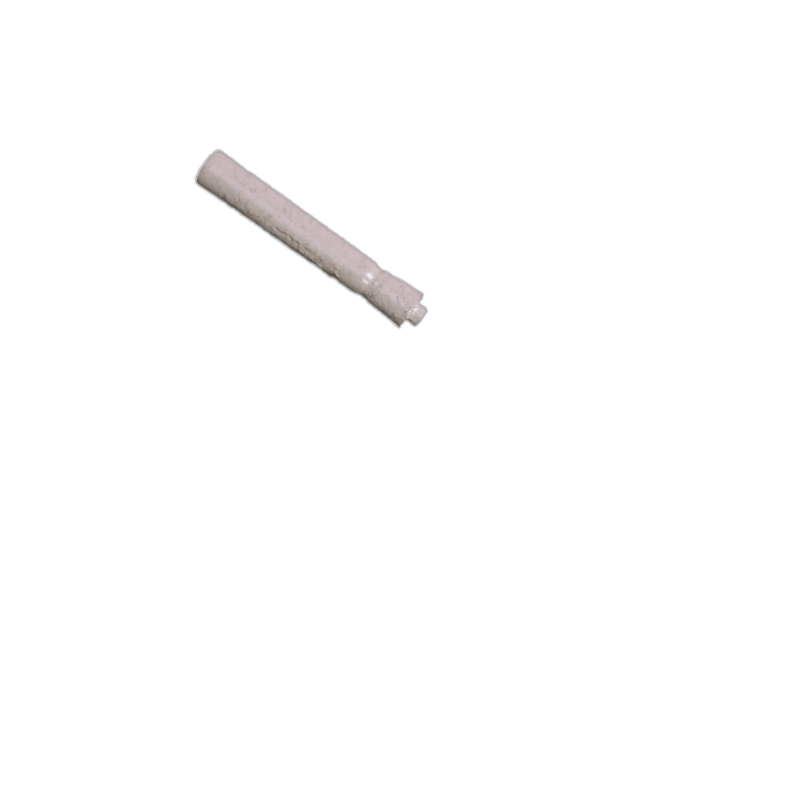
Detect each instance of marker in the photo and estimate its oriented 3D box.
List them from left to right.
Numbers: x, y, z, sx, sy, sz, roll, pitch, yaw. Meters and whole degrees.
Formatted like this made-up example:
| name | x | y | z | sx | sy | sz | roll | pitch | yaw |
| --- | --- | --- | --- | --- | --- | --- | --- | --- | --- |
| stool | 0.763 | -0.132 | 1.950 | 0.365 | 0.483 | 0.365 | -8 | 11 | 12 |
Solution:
| name | x | y | z | sx | sy | sz | roll | pitch | yaw |
| --- | --- | --- | --- | --- | --- | --- | --- | --- | --- |
| marker | -0.040 | -0.072 | 0.506 | 0.122 | 0.020 | 0.020 | 36 | 6 | 5 |
